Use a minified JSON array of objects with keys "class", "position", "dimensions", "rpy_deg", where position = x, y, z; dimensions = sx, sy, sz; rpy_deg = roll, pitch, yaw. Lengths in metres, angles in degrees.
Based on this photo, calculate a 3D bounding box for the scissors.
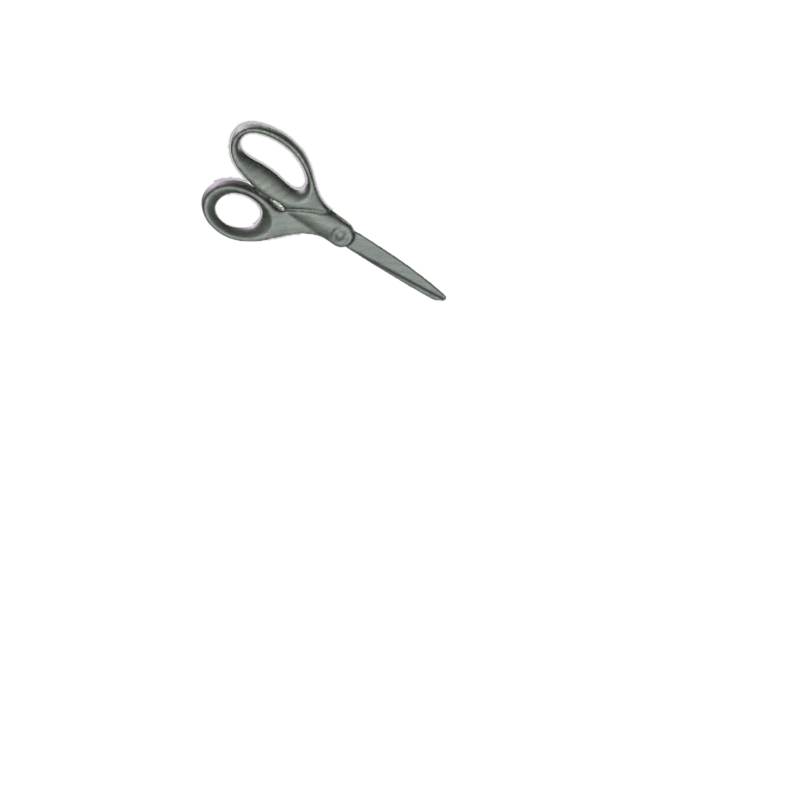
[{"class":"scissors","position":[-0.064,-0.117,0.820],"dimensions":[0.095,0.193,0.017],"rpy_deg":[-38,19,15]}]
